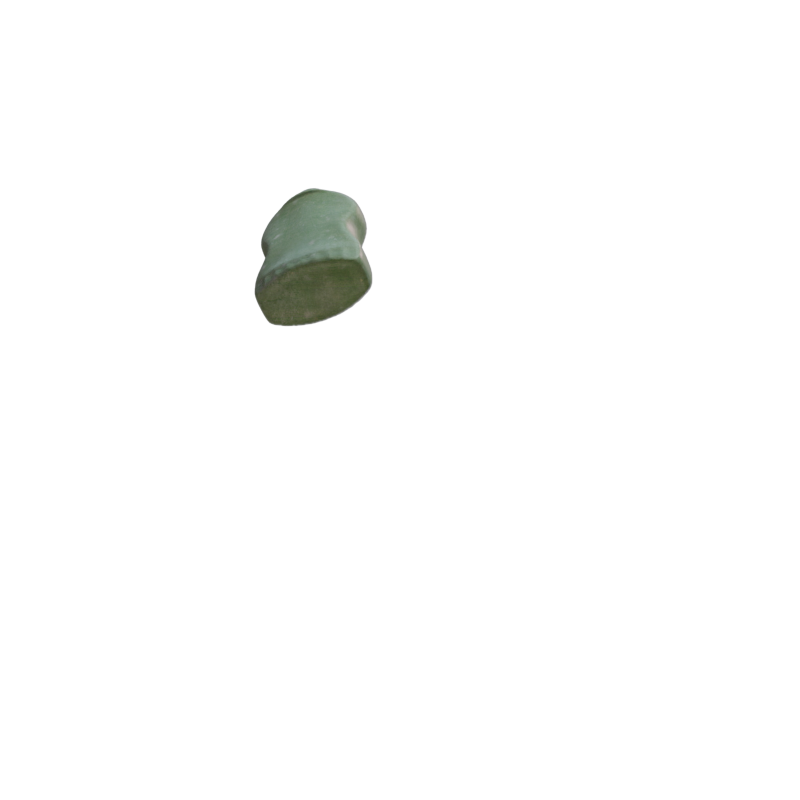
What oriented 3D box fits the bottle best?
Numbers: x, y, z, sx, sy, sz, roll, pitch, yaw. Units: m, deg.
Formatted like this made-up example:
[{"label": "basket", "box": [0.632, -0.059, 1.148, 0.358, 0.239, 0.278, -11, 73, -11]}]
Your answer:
[{"label": "bottle", "box": [-0.077, -0.140, 0.986, 0.096, 0.055, 0.204, -21, 31, 9]}]
